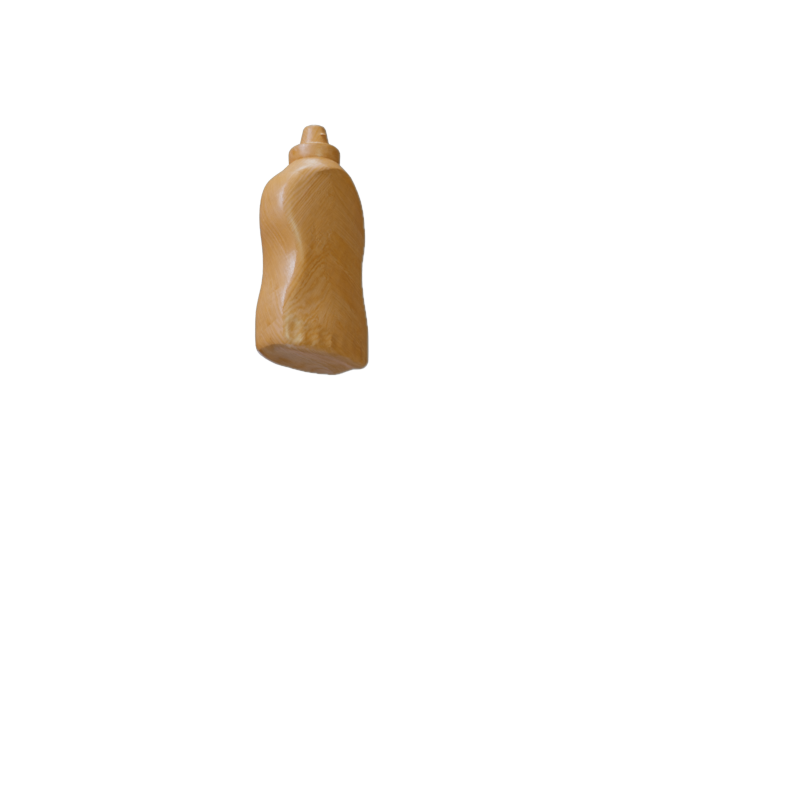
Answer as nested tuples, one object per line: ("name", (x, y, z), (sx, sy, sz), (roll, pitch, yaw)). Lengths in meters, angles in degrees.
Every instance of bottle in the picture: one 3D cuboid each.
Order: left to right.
("bottle", (-0.066, -0.121, 0.848), (0.059, 0.201, 0.090), (-19, -26, 40))
